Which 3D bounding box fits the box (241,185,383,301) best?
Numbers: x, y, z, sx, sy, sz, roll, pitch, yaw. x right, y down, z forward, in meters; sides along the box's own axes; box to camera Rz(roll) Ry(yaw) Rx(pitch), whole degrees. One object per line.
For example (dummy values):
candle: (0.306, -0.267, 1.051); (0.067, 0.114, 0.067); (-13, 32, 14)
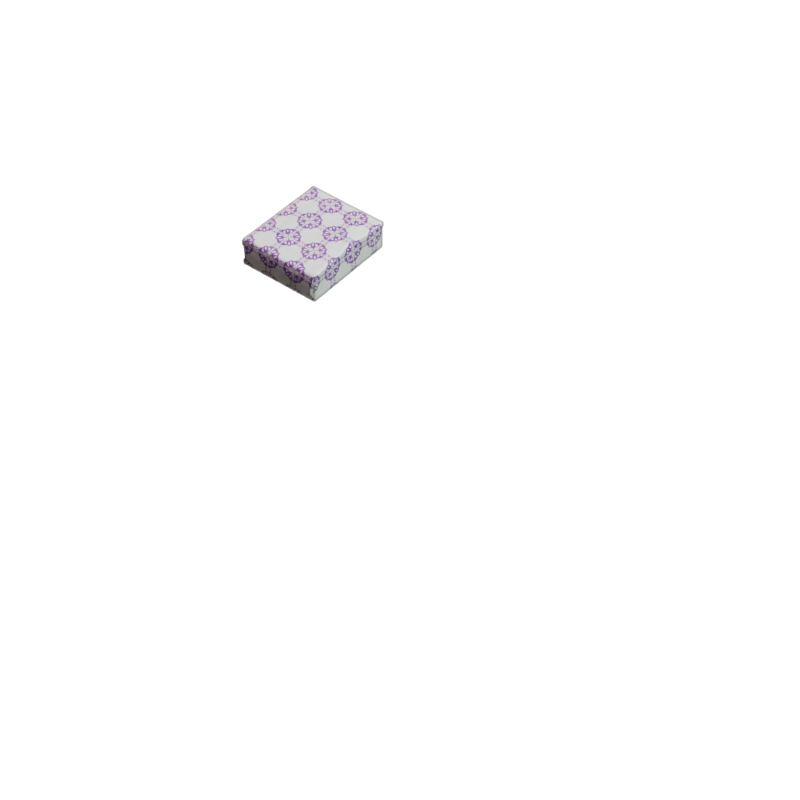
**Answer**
box: (-0.068, -0.124, 0.867); (0.077, 0.028, 0.090); (29, 51, 26)
